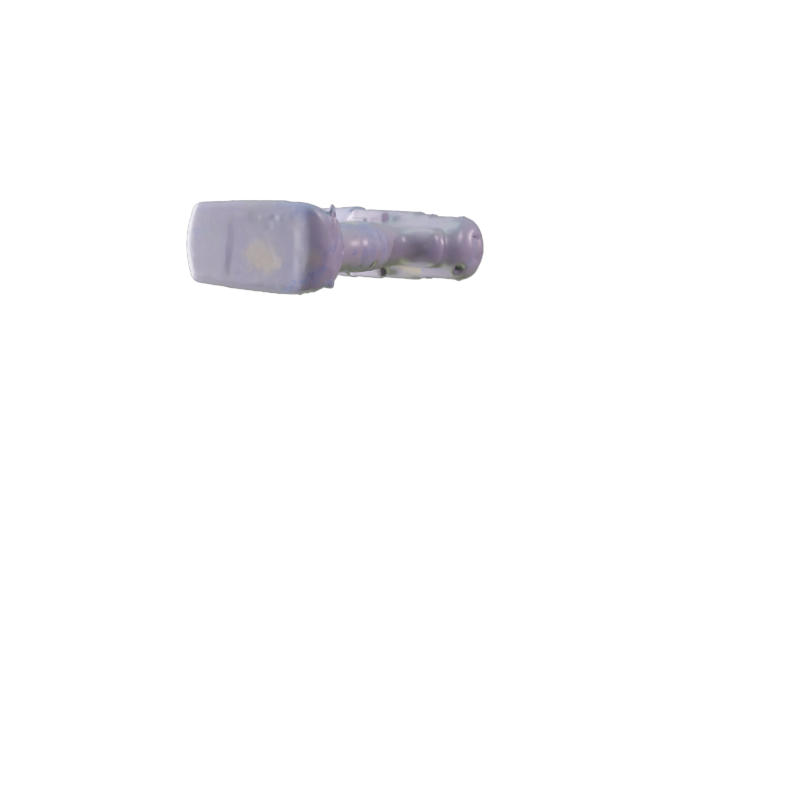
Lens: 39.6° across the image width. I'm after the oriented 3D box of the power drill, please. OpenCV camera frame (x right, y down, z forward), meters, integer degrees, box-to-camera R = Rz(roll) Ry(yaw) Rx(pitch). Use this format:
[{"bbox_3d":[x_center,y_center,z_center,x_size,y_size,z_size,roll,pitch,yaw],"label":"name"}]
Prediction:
[{"bbox_3d":[-0.060,-0.109,0.764,0.192,0.057,0.183,6,11,31],"label":"power drill"}]
